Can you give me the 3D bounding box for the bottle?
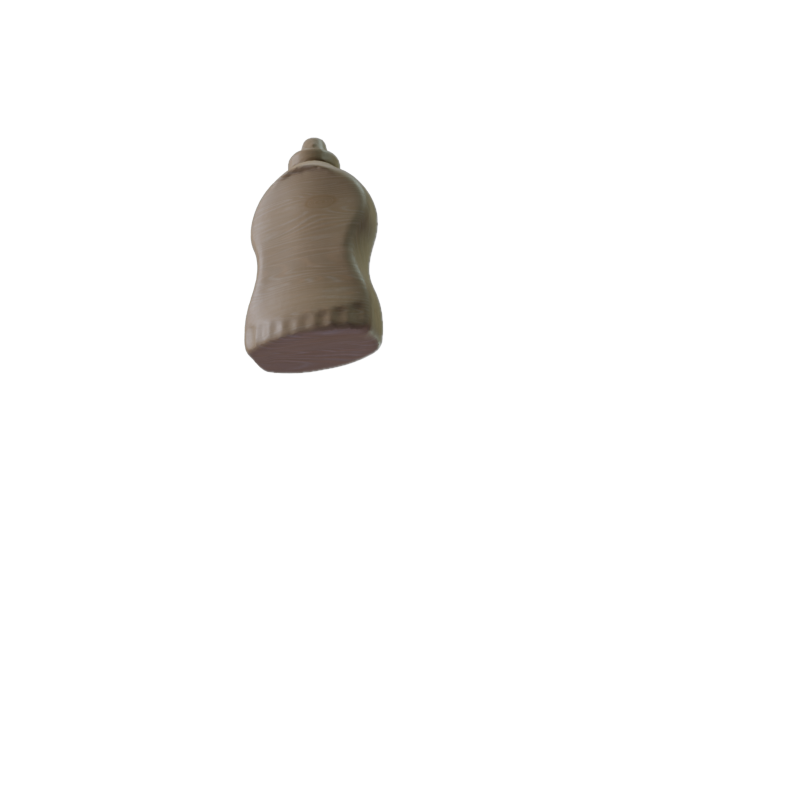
[{"bbox_3d":[-0.064,-0.117,0.824,0.097,0.205,0.054,-14,-34,17],"label":"bottle"}]
